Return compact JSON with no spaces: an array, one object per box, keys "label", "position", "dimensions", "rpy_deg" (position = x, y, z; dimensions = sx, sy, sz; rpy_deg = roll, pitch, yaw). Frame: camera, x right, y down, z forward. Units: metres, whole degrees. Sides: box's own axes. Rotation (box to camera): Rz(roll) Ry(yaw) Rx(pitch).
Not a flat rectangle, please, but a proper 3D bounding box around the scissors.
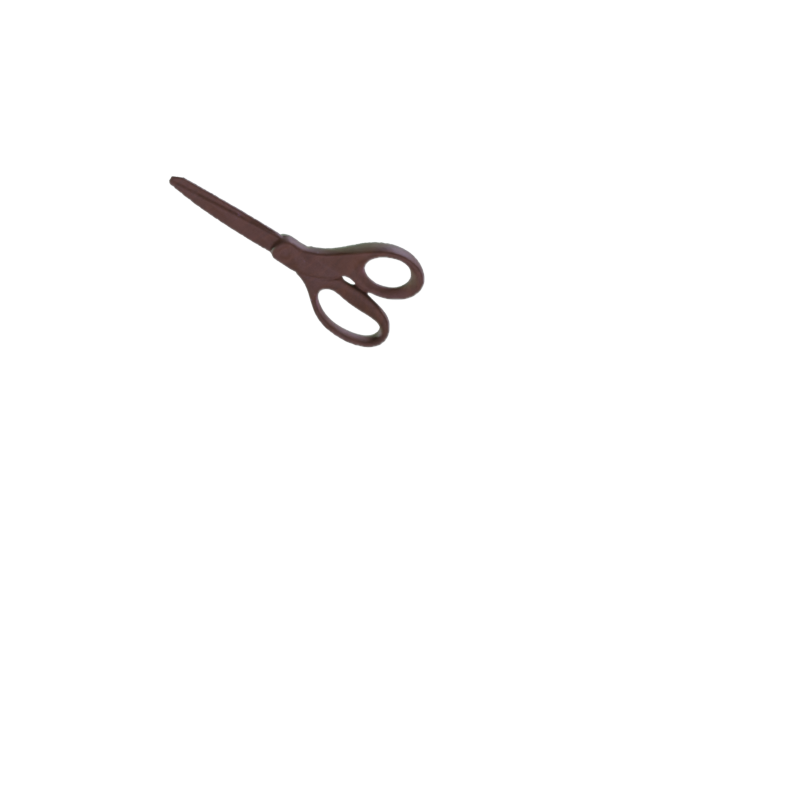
[{"label":"scissors","position":[-0.062,-0.112,0.786],"dimensions":[0.096,0.189,0.017],"rpy_deg":[-32,30,21]}]
